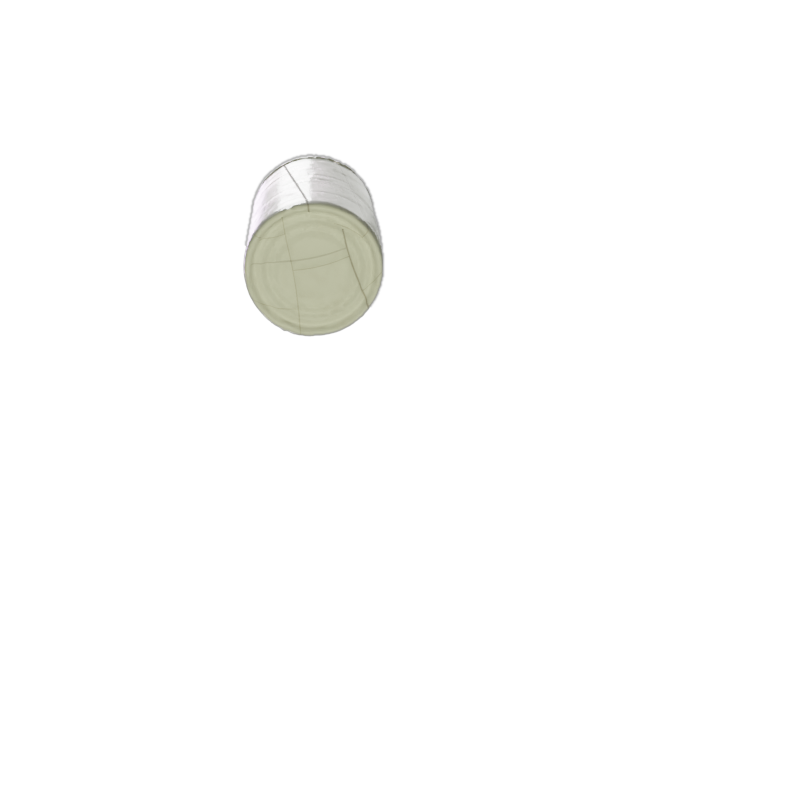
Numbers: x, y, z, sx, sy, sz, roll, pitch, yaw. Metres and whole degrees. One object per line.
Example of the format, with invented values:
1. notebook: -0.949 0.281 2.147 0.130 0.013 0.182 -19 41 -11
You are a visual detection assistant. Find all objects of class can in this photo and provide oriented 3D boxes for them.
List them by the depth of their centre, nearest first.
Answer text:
1. can: -0.044 -0.081 0.566 0.068 0.066 0.107 0 22 -3
